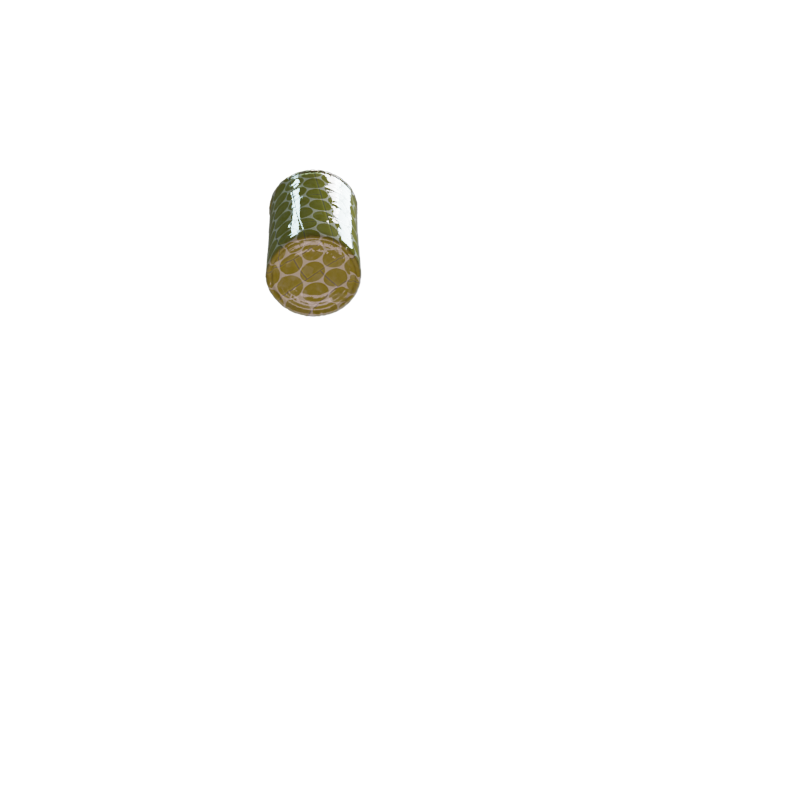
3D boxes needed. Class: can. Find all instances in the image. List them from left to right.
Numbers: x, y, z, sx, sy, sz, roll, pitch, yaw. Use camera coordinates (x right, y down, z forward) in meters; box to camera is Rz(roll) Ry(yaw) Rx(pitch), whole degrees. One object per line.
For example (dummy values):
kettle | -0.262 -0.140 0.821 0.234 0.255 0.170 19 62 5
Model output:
can | -0.063 -0.116 0.810 0.068 0.064 0.109 -1 35 -3
